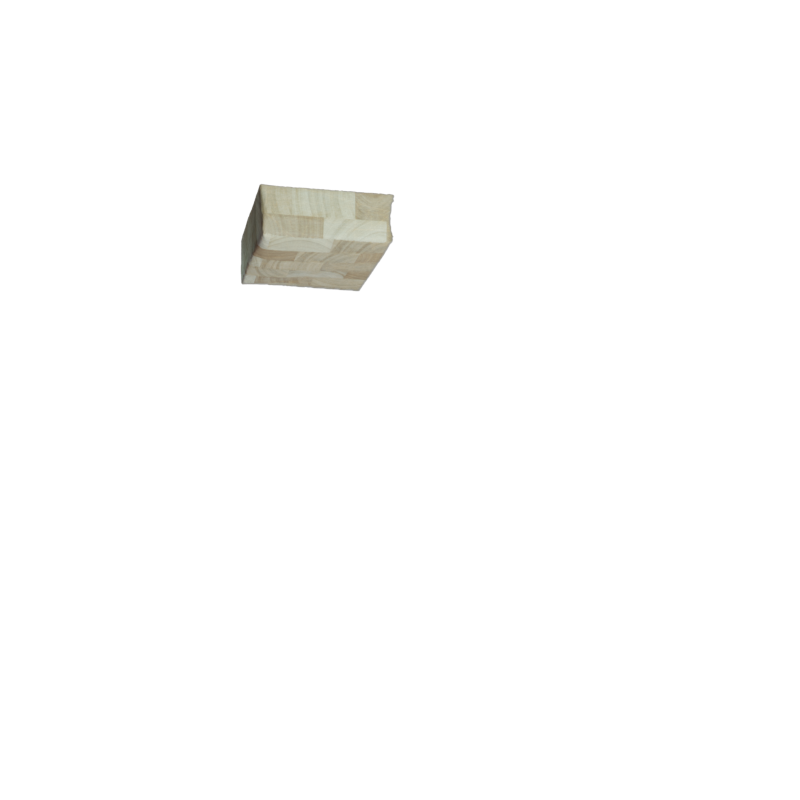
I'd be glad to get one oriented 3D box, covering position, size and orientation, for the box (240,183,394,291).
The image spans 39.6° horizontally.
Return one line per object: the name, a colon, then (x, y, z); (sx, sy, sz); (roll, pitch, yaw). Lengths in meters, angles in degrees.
box: (-0.060, -0.109, 0.762); (0.088, 0.040, 0.111); (2, -11, -12)
